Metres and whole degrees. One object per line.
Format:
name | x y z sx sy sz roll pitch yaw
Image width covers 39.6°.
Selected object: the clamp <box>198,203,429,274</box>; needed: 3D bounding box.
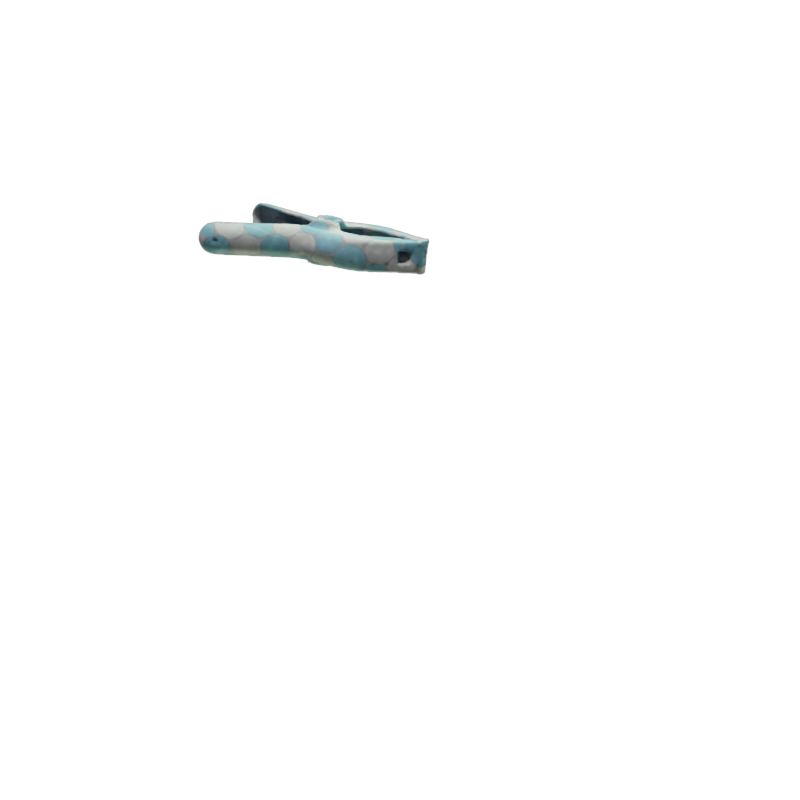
clamp | -0.067 -0.123 0.860 0.178 0.037 0.121 12 26 25
